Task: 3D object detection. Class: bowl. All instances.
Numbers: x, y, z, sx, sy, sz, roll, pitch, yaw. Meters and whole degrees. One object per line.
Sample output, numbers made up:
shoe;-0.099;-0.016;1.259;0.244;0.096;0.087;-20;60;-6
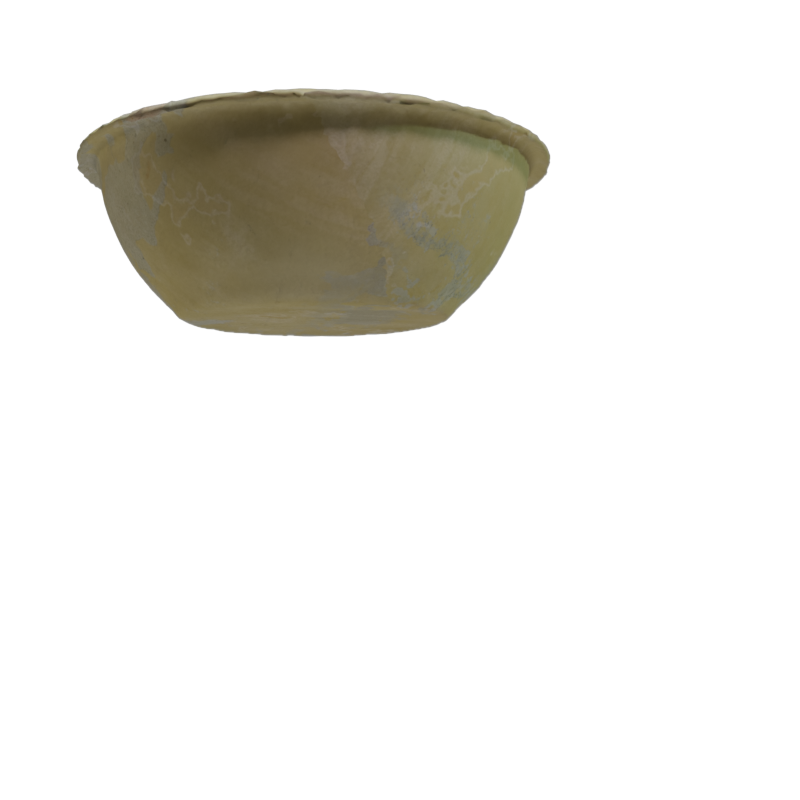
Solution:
bowl;-0.030;-0.054;0.381;0.162;0.056;0.159;0;-5;-2
